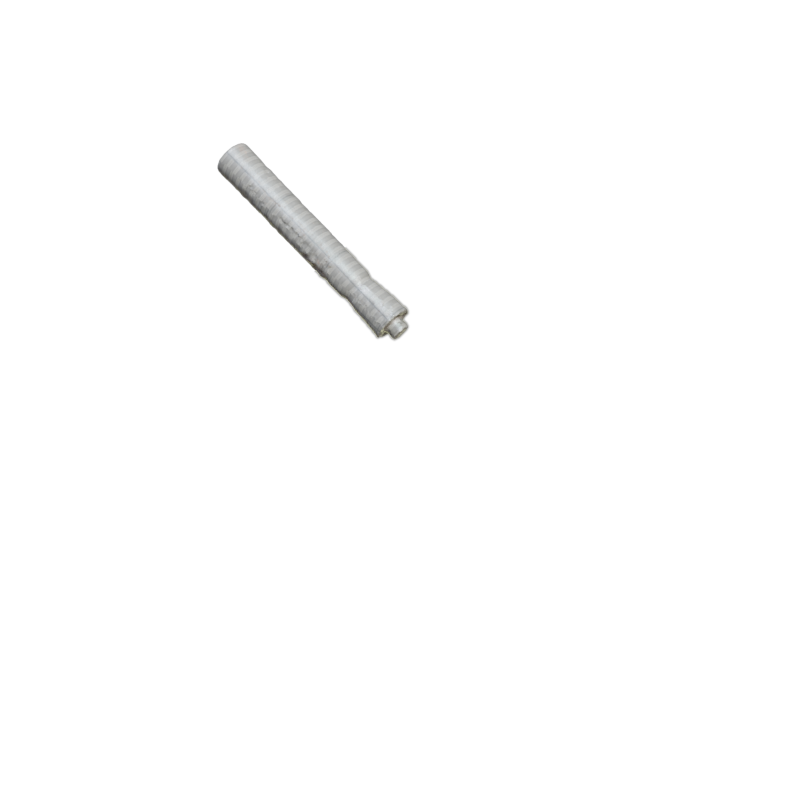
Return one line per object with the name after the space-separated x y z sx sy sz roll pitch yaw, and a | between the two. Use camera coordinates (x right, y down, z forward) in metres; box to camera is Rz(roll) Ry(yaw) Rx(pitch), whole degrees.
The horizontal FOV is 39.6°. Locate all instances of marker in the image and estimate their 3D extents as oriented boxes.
-0.041 -0.074 0.518 0.127 0.019 0.019 47 20 18 | marker
